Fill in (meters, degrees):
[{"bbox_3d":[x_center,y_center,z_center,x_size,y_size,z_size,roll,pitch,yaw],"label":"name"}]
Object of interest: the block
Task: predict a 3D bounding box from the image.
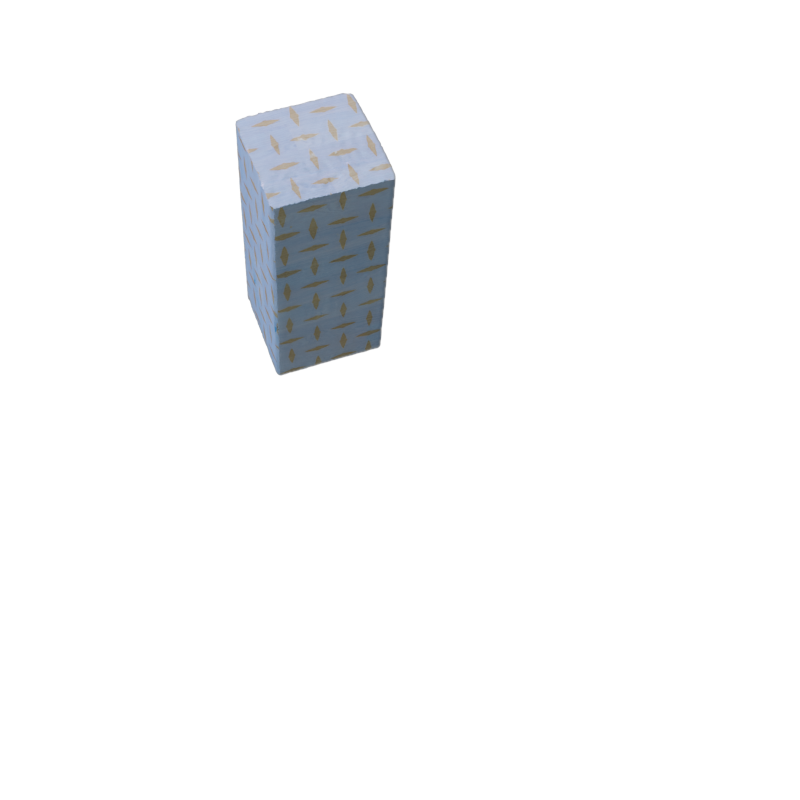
[{"bbox_3d":[-0.065,-0.120,0.837,0.090,0.097,0.193,-16,-31,-14],"label":"block"}]
